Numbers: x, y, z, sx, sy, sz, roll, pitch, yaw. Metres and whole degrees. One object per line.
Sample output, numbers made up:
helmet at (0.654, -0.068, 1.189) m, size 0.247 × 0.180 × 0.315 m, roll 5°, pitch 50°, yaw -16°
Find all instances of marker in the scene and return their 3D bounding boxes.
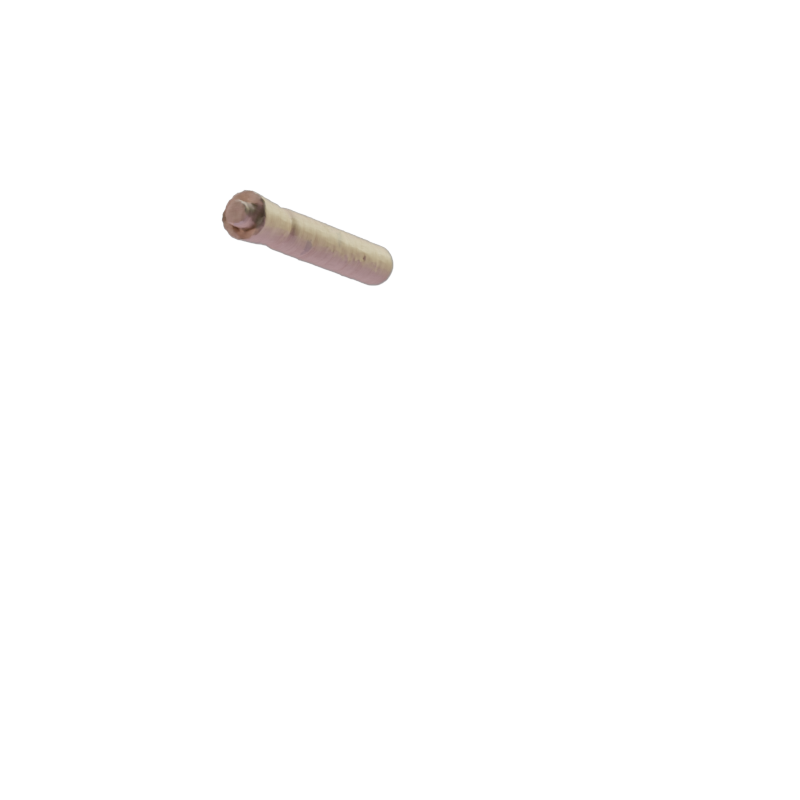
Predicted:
marker at (-0.035, -0.064, 0.450) m, size 0.020 × 0.020 × 0.115 m, roll 2°, pitch -3°, yaw 25°
